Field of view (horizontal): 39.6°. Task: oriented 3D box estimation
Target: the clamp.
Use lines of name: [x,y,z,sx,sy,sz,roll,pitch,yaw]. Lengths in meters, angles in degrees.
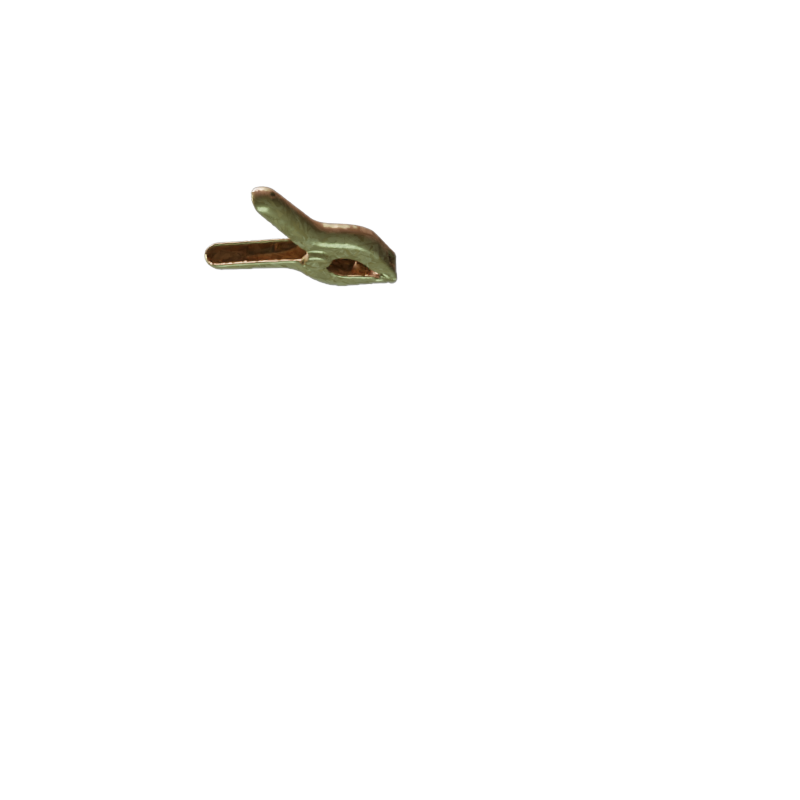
clamp: [-0.076,-0.138,0.965,0.167,0.041,0.117,6,-19,-17]
